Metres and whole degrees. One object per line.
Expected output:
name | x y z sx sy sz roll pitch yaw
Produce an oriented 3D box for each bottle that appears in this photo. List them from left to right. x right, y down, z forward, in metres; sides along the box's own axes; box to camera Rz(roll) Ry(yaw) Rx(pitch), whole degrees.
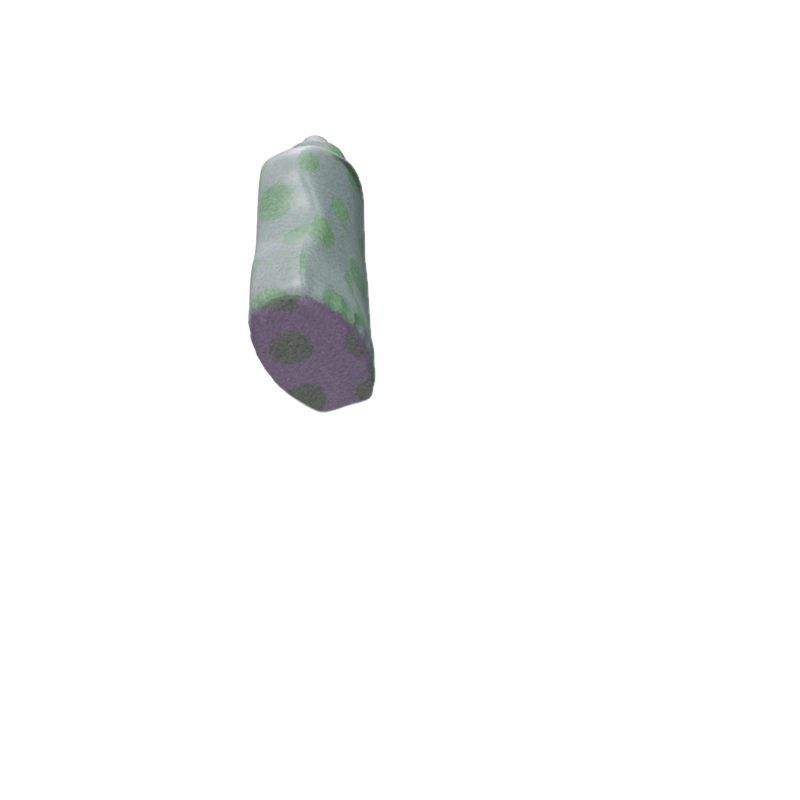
bottle | -0.051 -0.094 0.655 0.059 0.206 0.089 -20 -47 15
